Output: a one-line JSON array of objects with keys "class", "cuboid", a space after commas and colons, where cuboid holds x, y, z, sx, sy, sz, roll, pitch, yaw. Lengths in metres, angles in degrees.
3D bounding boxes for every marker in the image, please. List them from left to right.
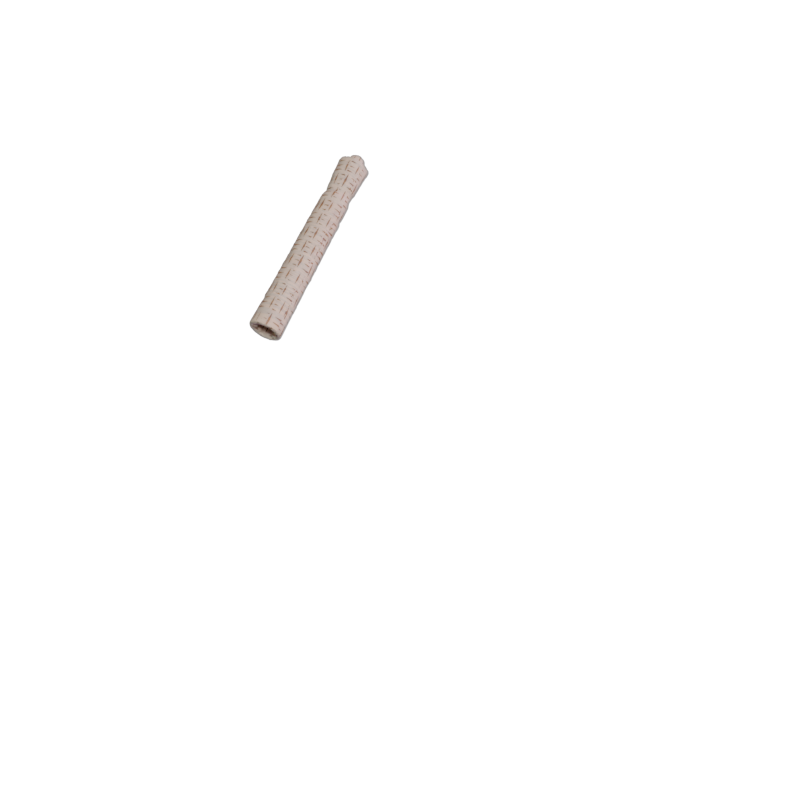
[{"class": "marker", "cuboid": [-0.048, -0.088, 0.614, 0.020, 0.125, 0.019, 21, -25, 8]}]
